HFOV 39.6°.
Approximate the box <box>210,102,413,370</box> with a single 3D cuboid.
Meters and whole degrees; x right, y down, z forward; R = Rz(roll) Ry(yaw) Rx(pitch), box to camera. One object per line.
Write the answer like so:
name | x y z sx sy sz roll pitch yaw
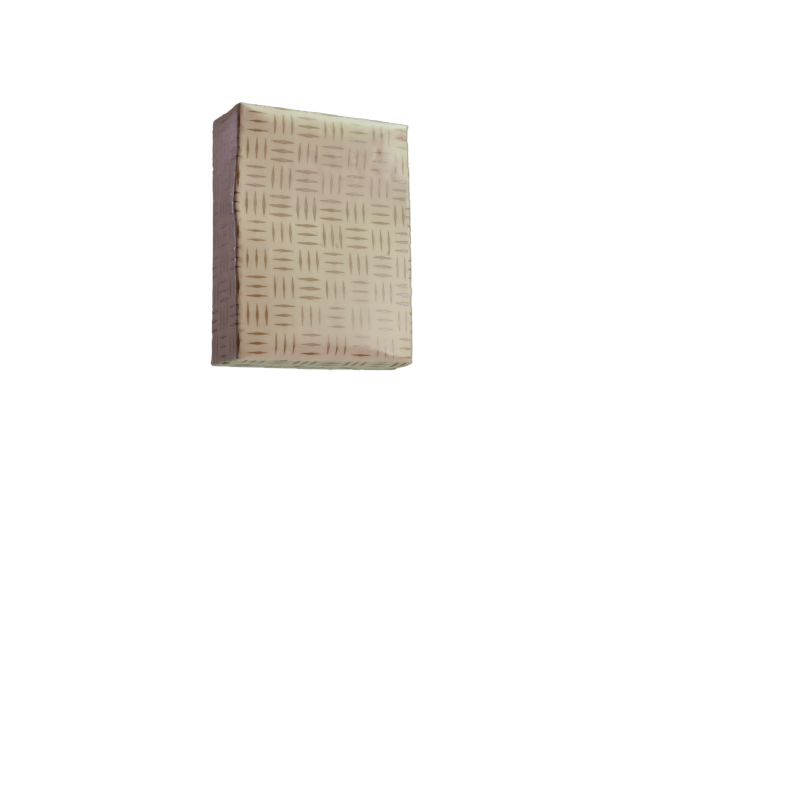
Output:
box | -0.074 -0.134 0.941 0.159 0.219 0.073 3 -10 -26
